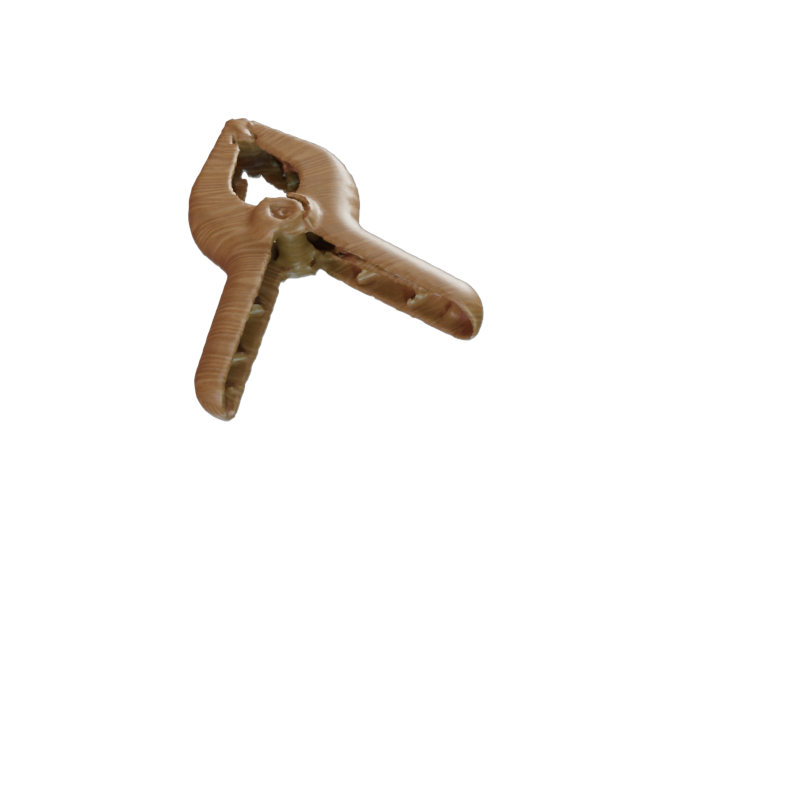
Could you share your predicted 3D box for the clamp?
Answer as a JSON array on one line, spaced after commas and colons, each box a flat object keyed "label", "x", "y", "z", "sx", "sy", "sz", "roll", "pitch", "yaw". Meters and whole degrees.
[{"label": "clamp", "x": -0.039, "y": -0.070, "z": 0.493, "sx": 0.119, "sy": 0.185, "sz": 0.036, "roll": -9, "pitch": -41, "yaw": -8}]
